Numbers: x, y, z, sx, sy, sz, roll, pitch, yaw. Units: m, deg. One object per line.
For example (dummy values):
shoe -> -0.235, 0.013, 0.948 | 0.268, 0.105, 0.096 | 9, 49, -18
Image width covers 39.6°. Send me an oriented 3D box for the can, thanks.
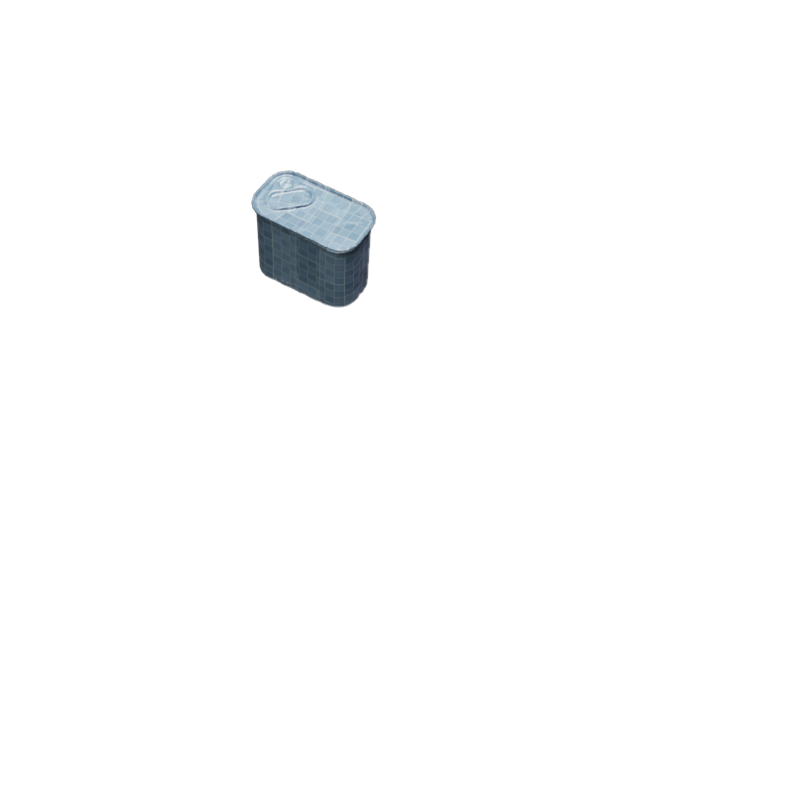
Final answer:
can -> -0.073, -0.134, 0.937 | 0.106, 0.059, 0.078 | 27, -33, 18
